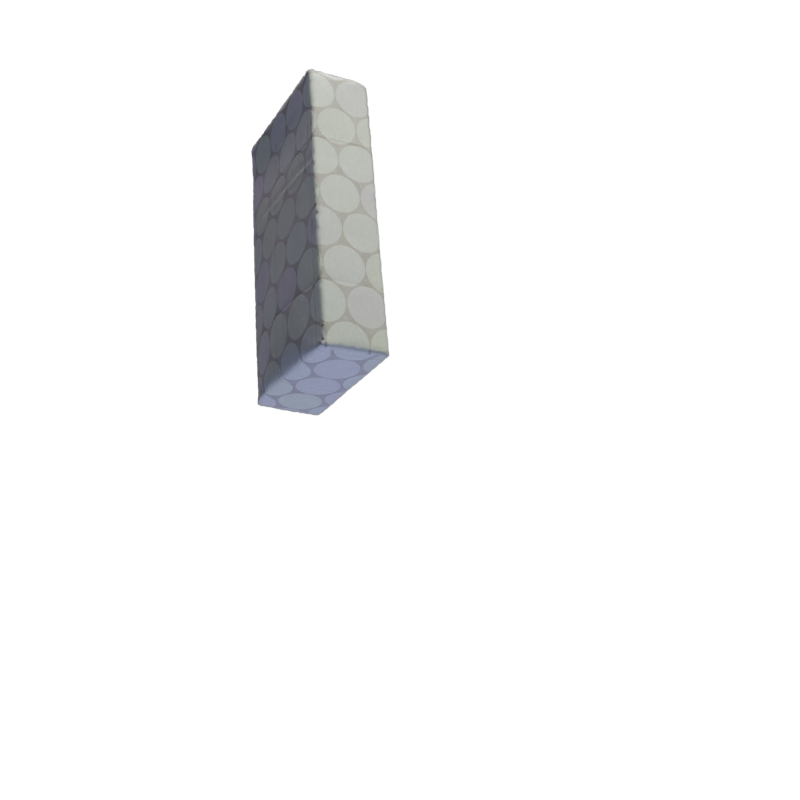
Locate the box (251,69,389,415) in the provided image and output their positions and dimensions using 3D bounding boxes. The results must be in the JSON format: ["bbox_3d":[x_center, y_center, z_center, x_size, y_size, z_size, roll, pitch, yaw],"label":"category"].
[{"bbox_3d":[-0.049,-0.091,0.635,0.046,0.187,0.091,12,-30,-25],"label":"box"}]
